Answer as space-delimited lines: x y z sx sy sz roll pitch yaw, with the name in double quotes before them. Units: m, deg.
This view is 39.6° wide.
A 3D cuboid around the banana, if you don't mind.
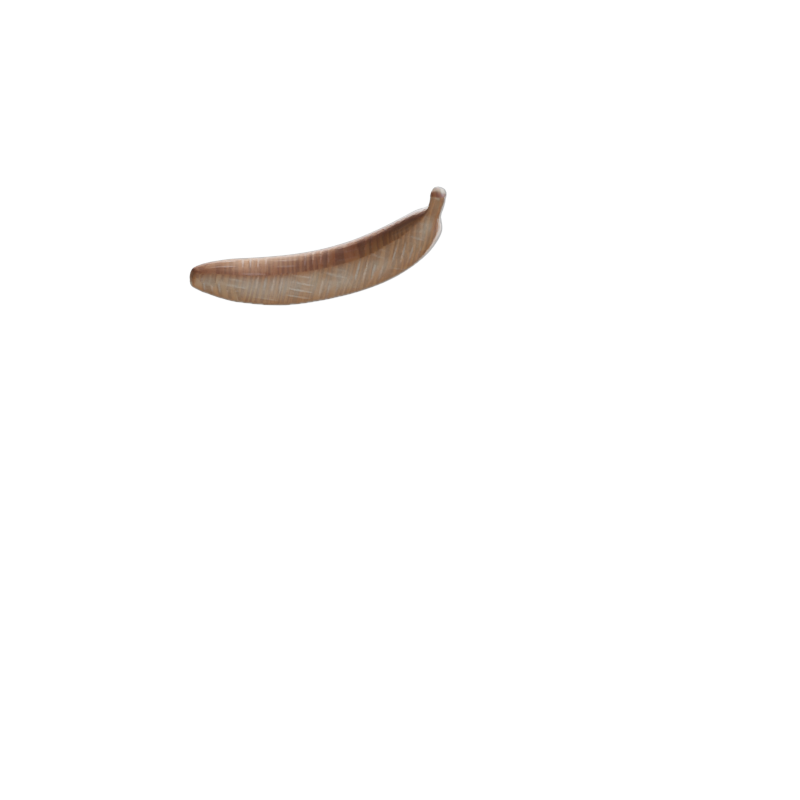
"banana" -0.051 -0.102 0.794 0.199 0.039 0.064 -17 -49 15
